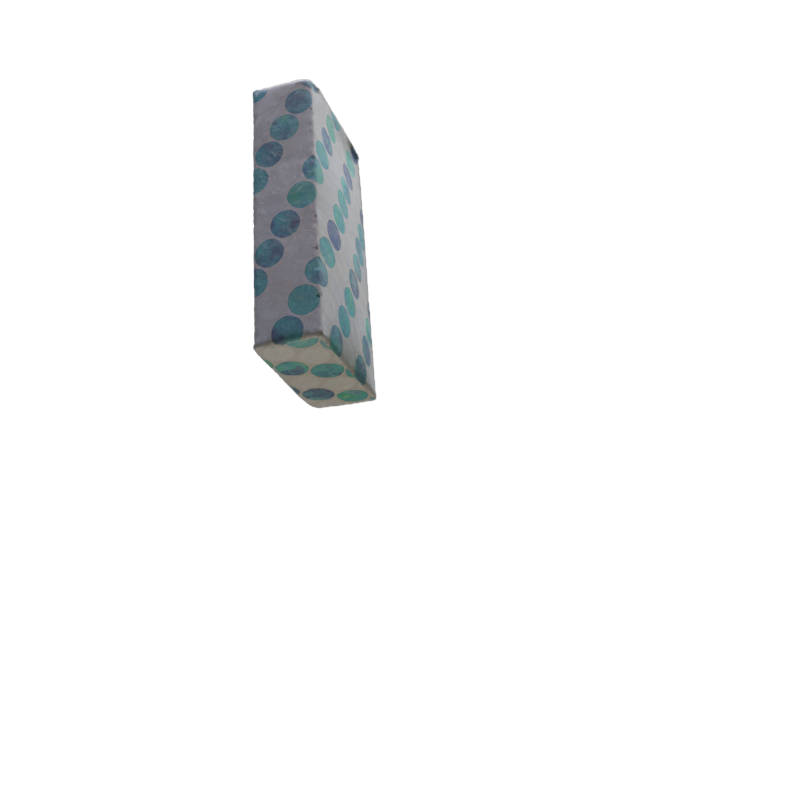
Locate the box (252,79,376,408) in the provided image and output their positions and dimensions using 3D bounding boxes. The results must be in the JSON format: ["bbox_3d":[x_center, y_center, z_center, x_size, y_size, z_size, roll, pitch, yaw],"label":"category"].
[{"bbox_3d":[-0.051,-0.093,0.653,0.049,0.187,0.086,-11,-29,15],"label":"box"}]
